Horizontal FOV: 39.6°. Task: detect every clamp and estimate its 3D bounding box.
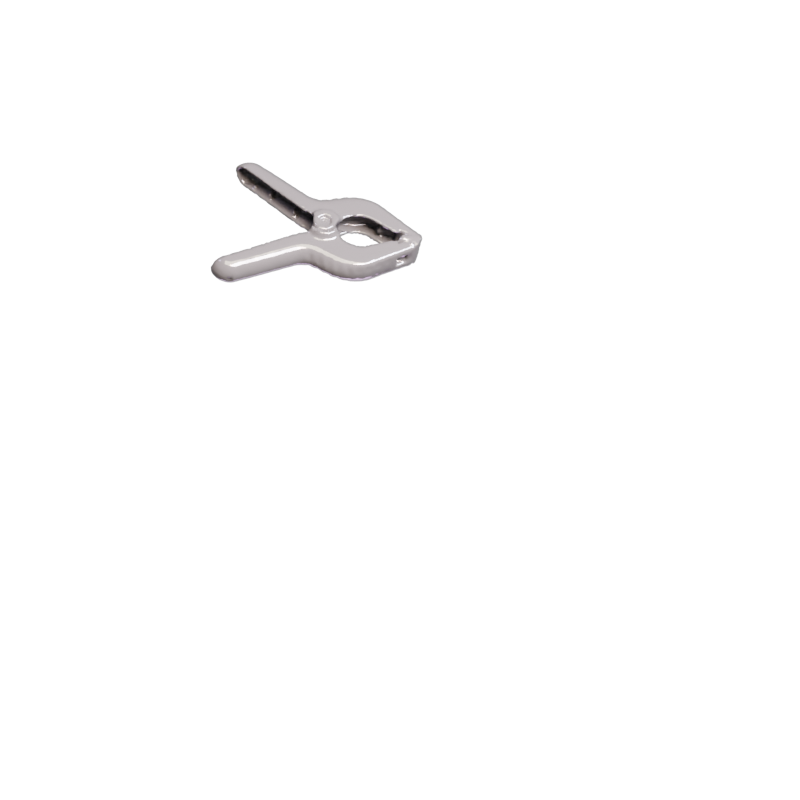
[{"bbox_3d":[-0.072,-0.131,0.918,0.174,0.126,0.037,15,-29,8],"label":"clamp"}]
